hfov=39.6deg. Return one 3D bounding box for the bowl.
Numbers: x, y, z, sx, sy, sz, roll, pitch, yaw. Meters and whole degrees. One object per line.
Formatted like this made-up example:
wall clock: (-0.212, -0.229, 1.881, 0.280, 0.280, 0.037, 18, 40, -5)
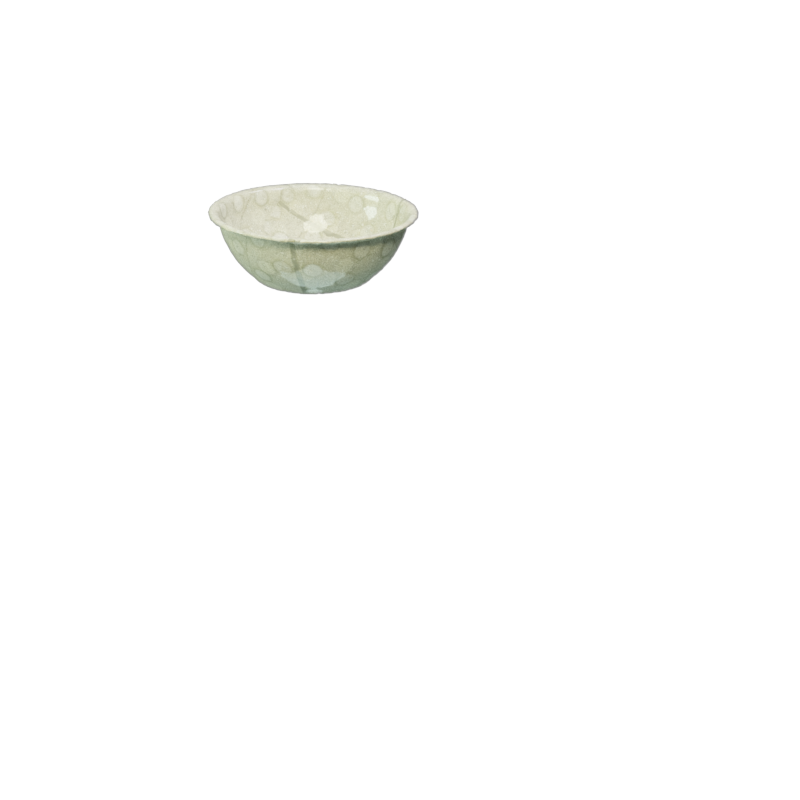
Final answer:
bowl: (-0.067, -0.123, 0.859, 0.162, 0.053, 0.170, -1, 24, -2)
